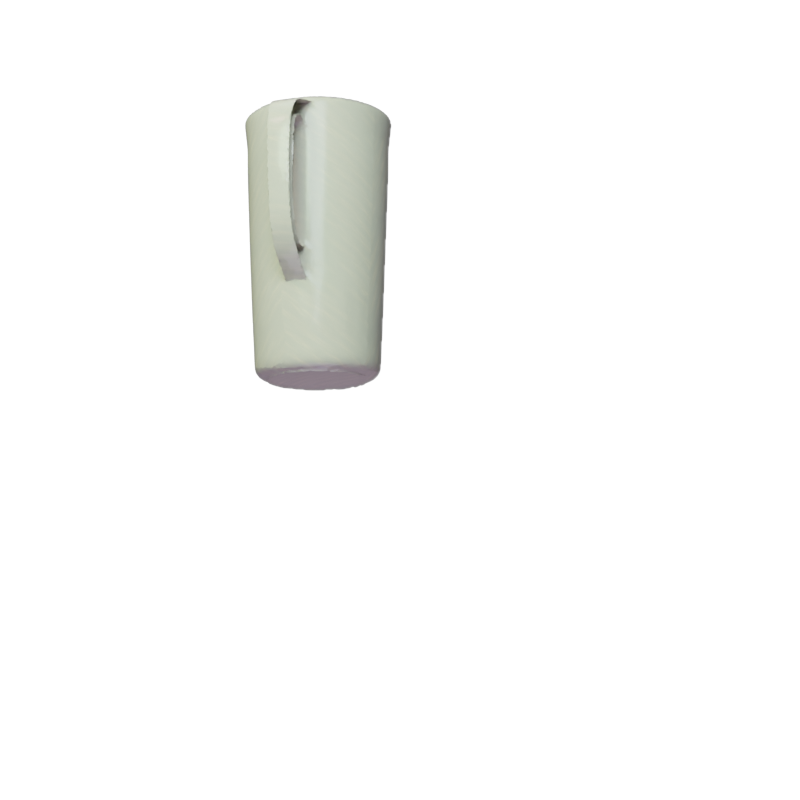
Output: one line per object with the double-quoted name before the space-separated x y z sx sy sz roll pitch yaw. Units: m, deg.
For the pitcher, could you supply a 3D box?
"pitcher" -0.076 -0.139 0.972 0.143 0.253 0.145 8 -18 -29
